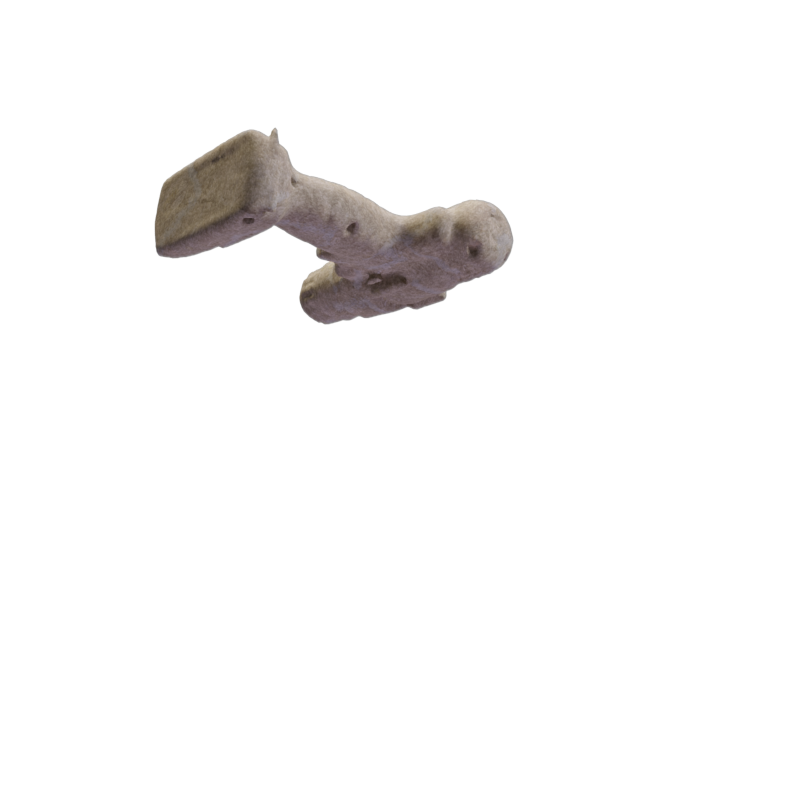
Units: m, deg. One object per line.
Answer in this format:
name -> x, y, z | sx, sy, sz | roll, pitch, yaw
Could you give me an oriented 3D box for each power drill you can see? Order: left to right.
power drill -> -0.054, -0.098, 0.689 | 0.178, 0.060, 0.186 | 13, -20, -38
